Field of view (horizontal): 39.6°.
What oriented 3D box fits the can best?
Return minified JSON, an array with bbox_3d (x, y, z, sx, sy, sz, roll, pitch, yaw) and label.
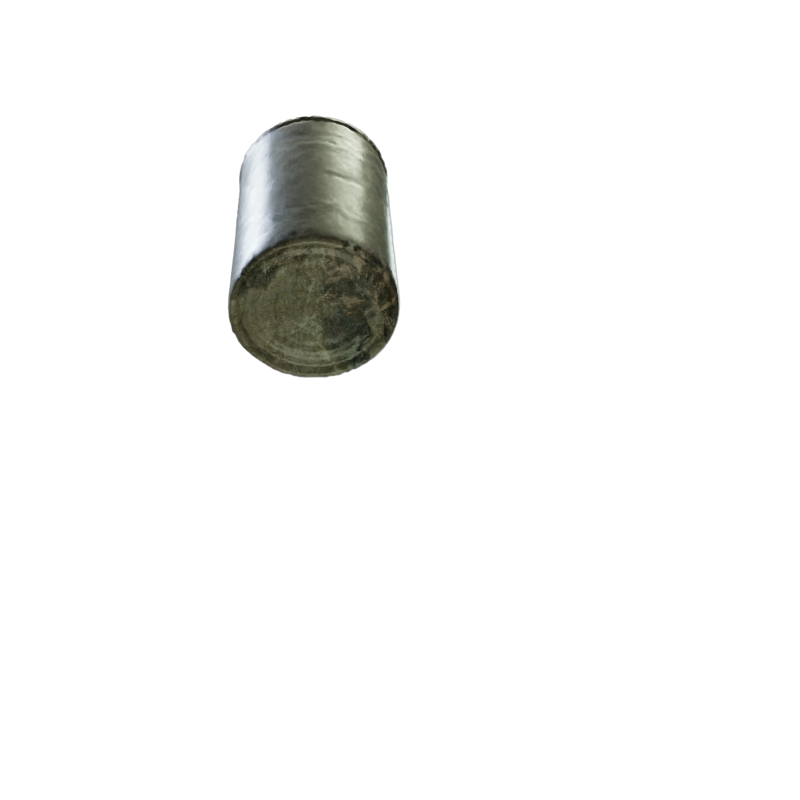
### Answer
[{"bbox_3d":[-0.036,-0.066,0.464,0.068,0.064,0.109,-1,37,-3],"label":"can"}]
